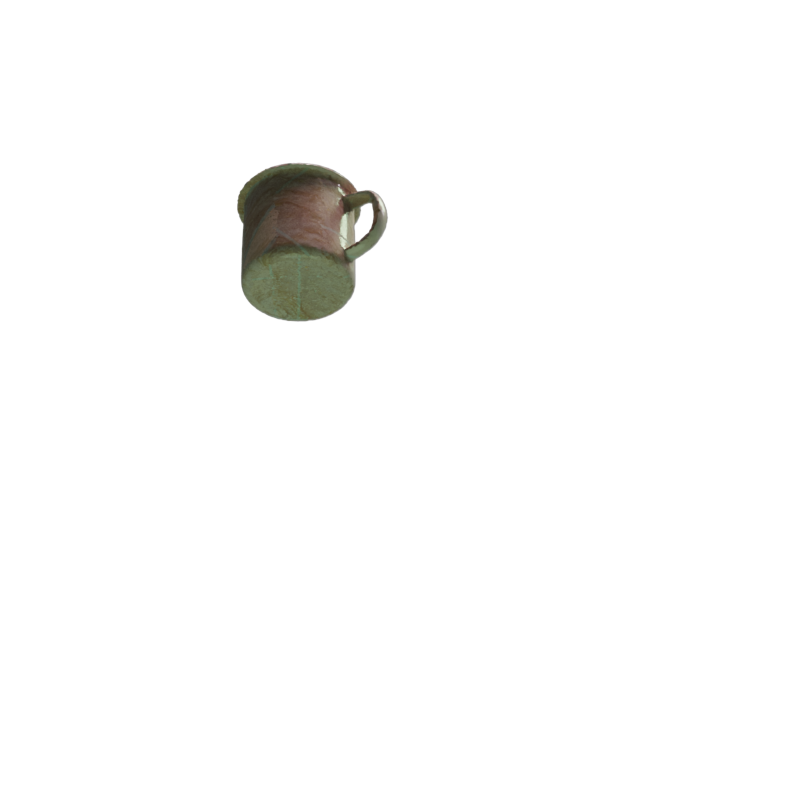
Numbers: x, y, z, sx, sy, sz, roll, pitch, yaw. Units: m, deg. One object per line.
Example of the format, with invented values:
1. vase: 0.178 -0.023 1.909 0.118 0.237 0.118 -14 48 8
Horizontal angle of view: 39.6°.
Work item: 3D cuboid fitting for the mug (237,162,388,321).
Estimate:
1. mug: -0.063 -0.114 0.799 0.118 0.087 0.086 -16 -40 19
